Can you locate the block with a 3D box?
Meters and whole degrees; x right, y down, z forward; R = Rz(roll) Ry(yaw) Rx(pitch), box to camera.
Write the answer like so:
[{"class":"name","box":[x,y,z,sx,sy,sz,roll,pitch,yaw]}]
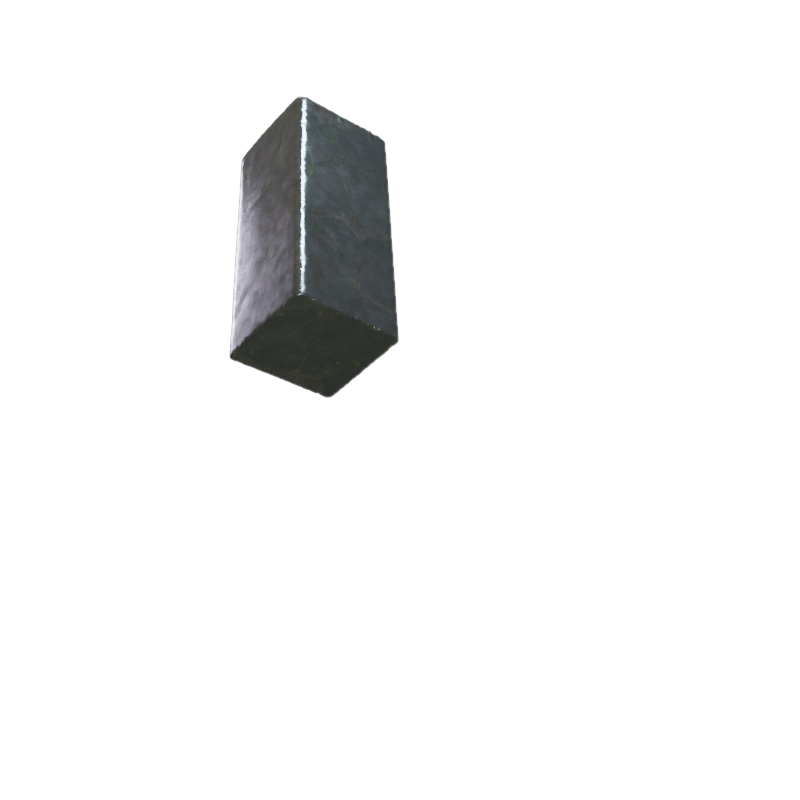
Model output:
[{"class":"block","box":[-0.066,-0.122,0.849,0.086,0.221,0.088,24,-47,-29]}]
